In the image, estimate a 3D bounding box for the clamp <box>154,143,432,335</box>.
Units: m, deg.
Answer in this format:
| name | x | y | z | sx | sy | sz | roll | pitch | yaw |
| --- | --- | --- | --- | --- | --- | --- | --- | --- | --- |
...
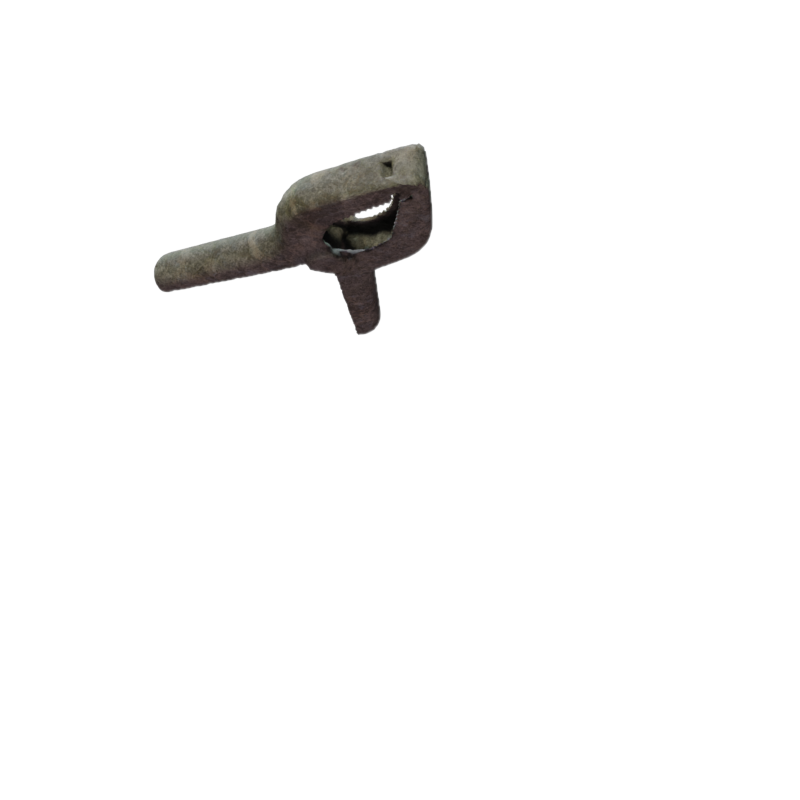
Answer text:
| name | x | y | z | sx | sy | sz | roll | pitch | yaw |
| --- | --- | --- | --- | --- | --- | --- | --- | --- | --- |
| clamp | -0.053 | -0.097 | 0.683 | 0.159 | 0.038 | 0.205 | 9 | -23 | -21 |
